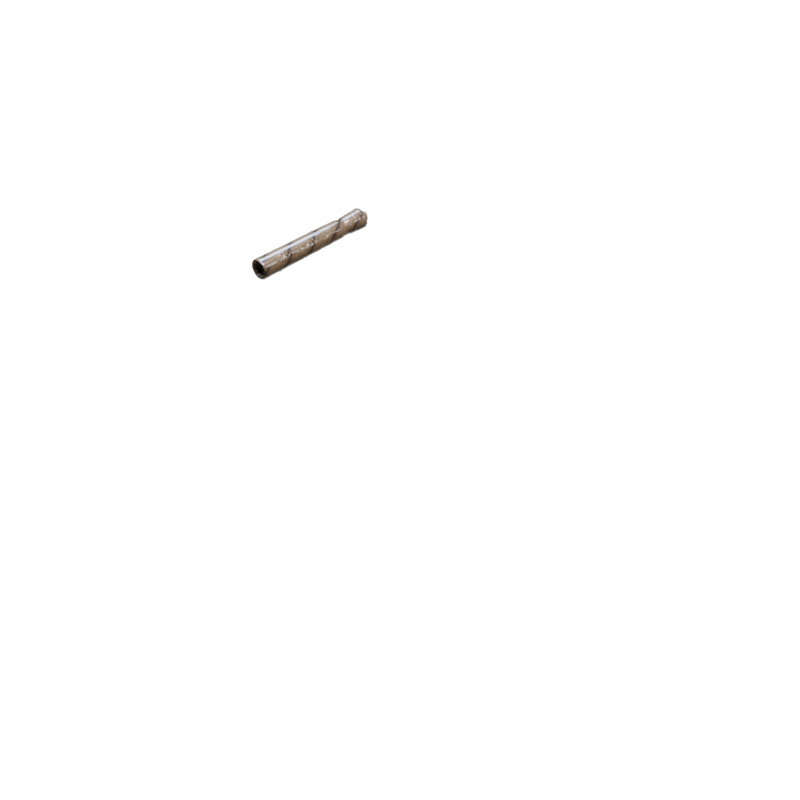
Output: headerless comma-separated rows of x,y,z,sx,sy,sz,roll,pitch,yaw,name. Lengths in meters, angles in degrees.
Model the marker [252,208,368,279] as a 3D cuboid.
-0.075,-0.136,0.955,0.121,0.019,0.021,-32,22,-32,marker
